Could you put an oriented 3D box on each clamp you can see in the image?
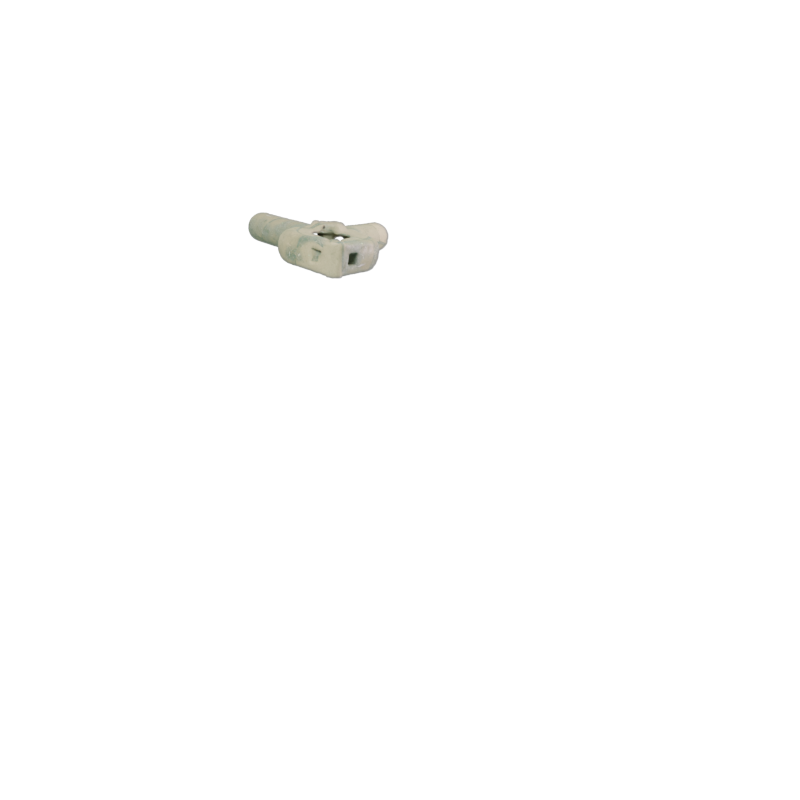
[{"bbox_3d":[-0.070,-0.128,0.895,0.120,0.038,0.175,0,13,1],"label":"clamp"}]
